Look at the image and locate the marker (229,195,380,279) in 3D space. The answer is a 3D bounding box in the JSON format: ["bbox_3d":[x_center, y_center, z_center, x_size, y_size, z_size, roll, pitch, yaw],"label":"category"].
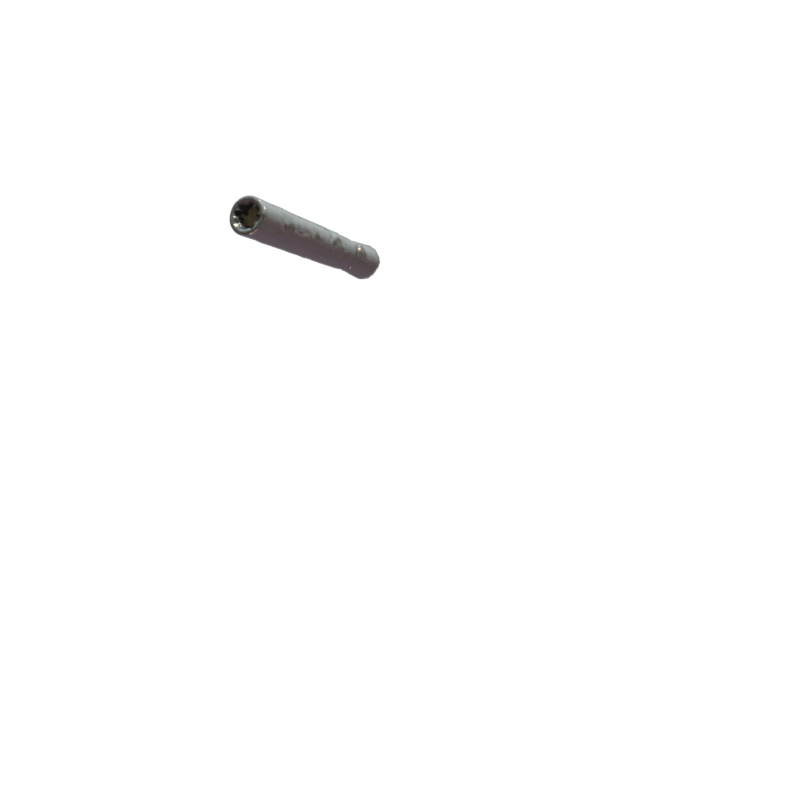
[{"bbox_3d":[-0.043,-0.078,0.547,0.020,0.020,0.115,2,-4,28],"label":"marker"}]
